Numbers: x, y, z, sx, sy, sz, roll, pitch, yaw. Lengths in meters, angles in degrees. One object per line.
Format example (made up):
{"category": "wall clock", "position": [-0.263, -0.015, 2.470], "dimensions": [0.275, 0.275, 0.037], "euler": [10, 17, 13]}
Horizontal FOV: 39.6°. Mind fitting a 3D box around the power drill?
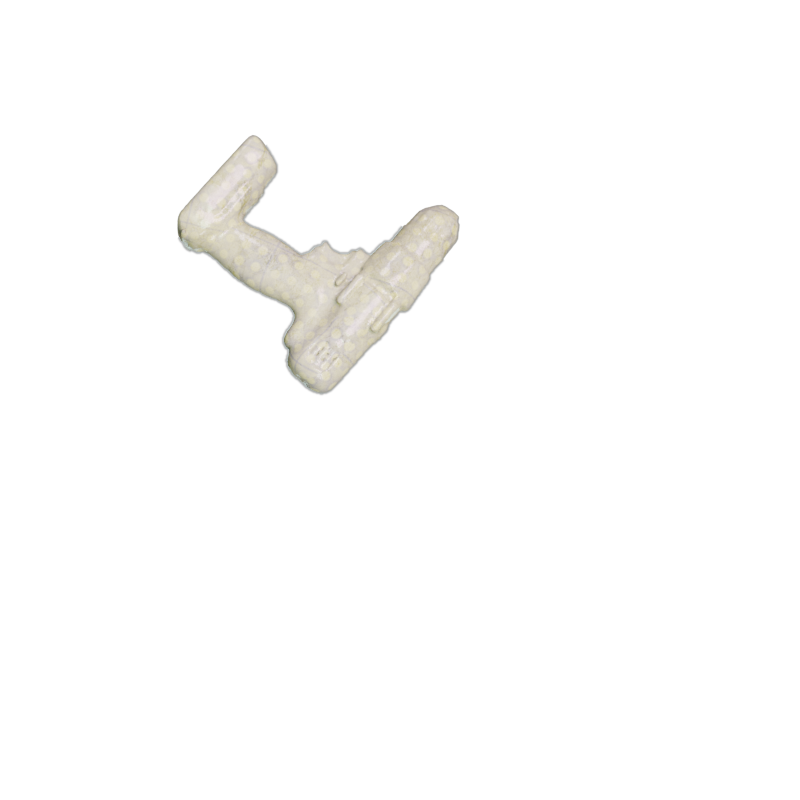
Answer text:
{"category": "power drill", "position": [-0.070, -0.127, 0.890], "dimensions": [0.193, 0.187, 0.055], "euler": [39, -14, 11]}
